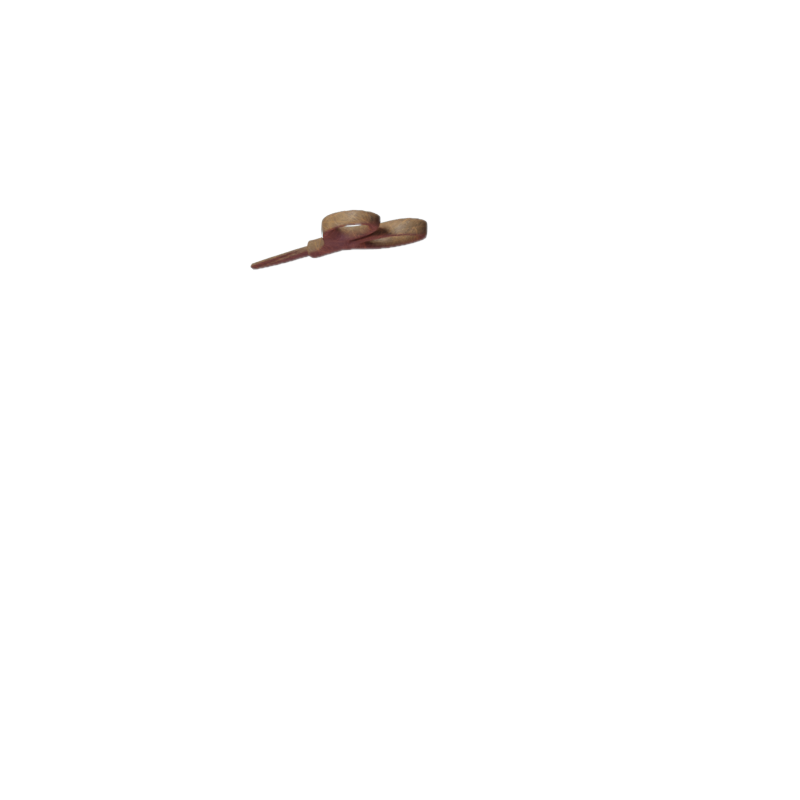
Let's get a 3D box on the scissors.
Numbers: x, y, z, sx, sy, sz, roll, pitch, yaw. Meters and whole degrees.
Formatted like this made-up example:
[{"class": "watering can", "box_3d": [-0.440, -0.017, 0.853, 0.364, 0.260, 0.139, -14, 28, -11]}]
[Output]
[{"class": "scissors", "box_3d": [-0.074, -0.135, 0.949, 0.207, 0.016, 0.091, -5, -9, 32]}]
